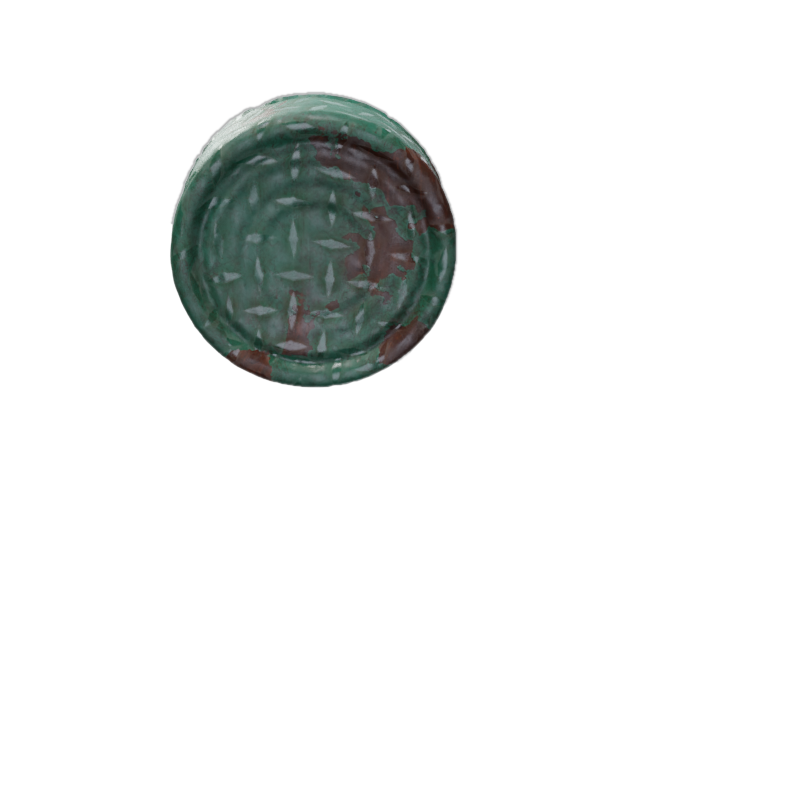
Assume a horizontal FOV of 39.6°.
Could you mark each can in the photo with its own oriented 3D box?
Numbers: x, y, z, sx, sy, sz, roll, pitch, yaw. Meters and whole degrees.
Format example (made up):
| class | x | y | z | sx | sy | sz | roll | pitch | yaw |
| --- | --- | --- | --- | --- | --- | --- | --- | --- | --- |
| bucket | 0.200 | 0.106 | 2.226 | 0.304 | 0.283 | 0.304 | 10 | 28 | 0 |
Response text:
| class | x | y | z | sx | sy | sz | roll | pitch | yaw |
| --- | --- | --- | --- | --- | --- | --- | --- | --- | --- |
| can | -0.026 | -0.048 | 0.337 | 0.086 | 0.083 | 0.035 | 0 | 18 | -1 |
